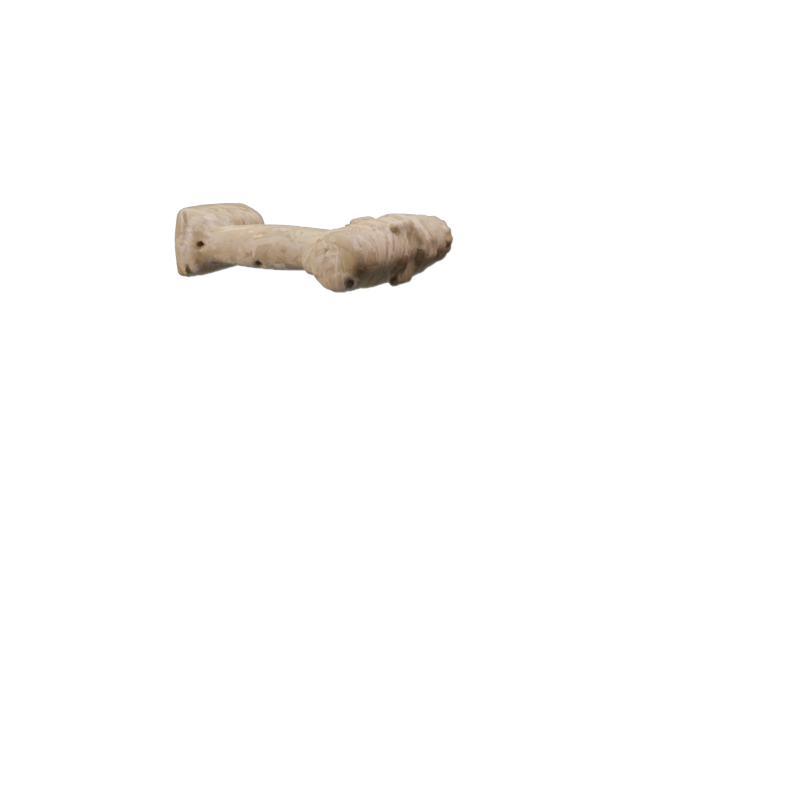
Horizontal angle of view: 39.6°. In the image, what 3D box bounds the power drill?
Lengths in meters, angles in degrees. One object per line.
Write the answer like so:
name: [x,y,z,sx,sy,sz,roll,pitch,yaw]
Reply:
power drill: [-0.069,-0.126,0.880,0.195,0.056,0.181,6,13,27]
